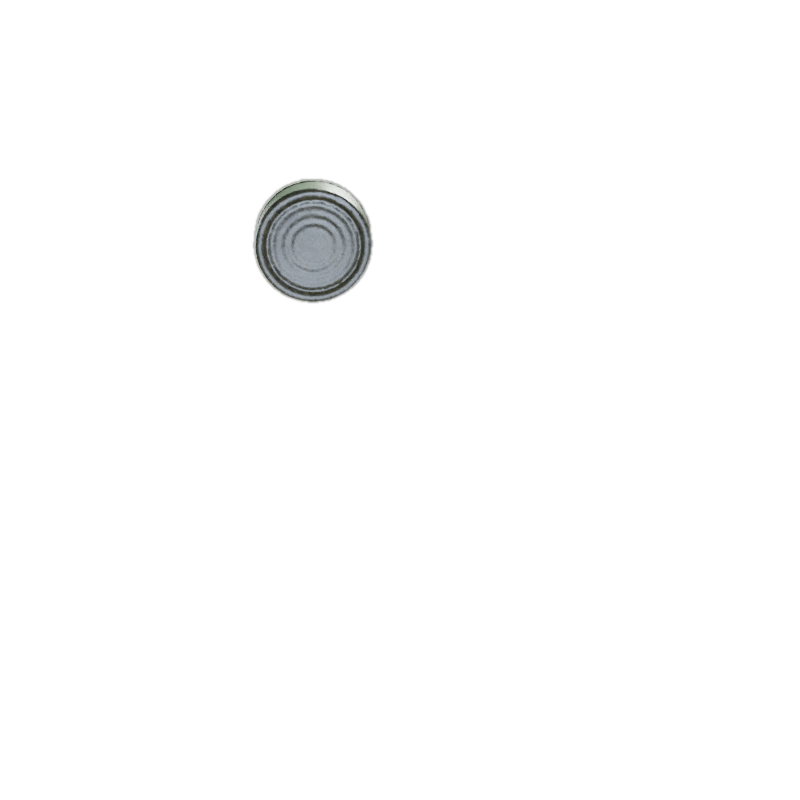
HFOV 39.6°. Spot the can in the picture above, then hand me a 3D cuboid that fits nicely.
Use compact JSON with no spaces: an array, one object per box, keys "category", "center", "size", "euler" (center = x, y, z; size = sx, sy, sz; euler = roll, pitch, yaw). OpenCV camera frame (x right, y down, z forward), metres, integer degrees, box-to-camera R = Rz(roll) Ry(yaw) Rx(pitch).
[{"category":"can","center":[-0.063,-0.115,0.807],"size":[0.086,0.083,0.035],"euler":[0,15,-1]}]
